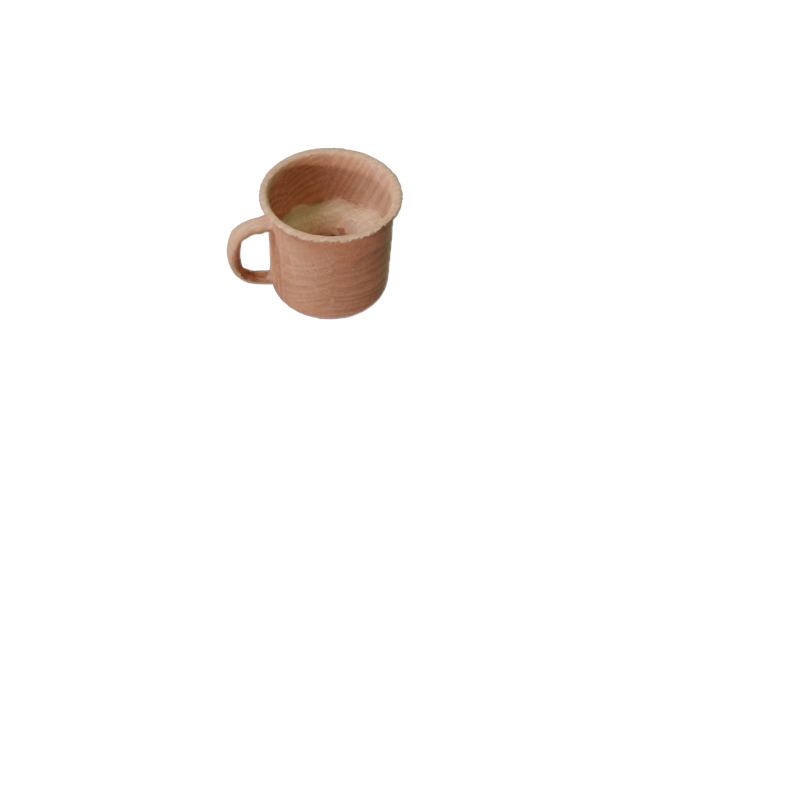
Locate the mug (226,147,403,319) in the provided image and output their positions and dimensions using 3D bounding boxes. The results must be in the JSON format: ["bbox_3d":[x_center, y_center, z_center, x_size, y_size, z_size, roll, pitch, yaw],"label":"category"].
[{"bbox_3d":[-0.058,-0.105,0.739,0.116,0.101,0.076,-16,-40,-15],"label":"mug"}]
